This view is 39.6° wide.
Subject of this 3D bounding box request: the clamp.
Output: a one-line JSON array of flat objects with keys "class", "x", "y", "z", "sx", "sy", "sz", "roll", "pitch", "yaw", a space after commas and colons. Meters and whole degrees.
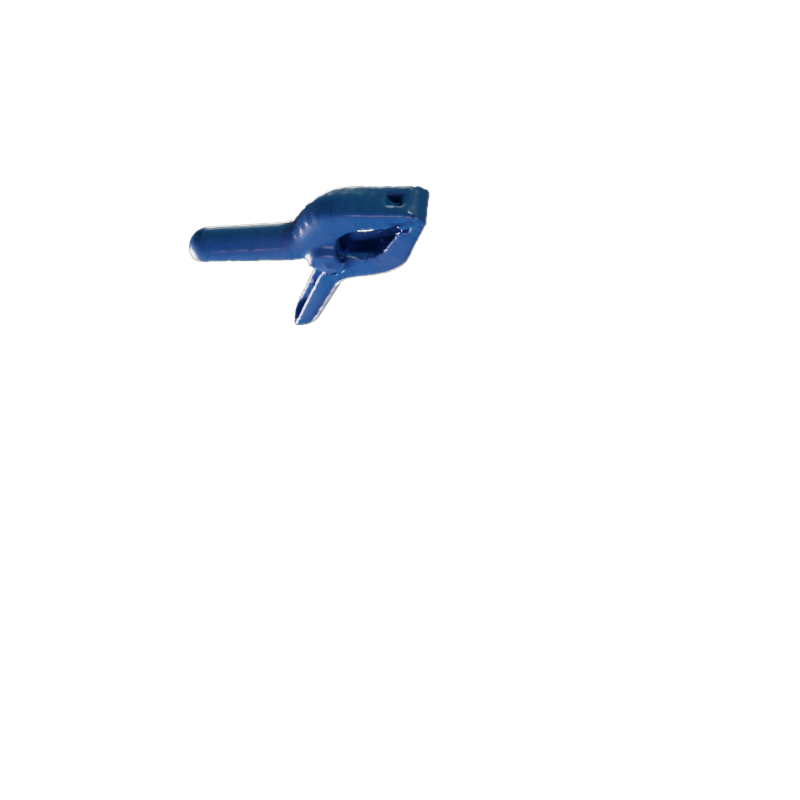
[{"class": "clamp", "x": -0.059, "y": -0.107, "z": 0.751, "sx": 0.113, "sy": 0.042, "sz": 0.171, "roll": 22, "pitch": -35, "yaw": -36}]
